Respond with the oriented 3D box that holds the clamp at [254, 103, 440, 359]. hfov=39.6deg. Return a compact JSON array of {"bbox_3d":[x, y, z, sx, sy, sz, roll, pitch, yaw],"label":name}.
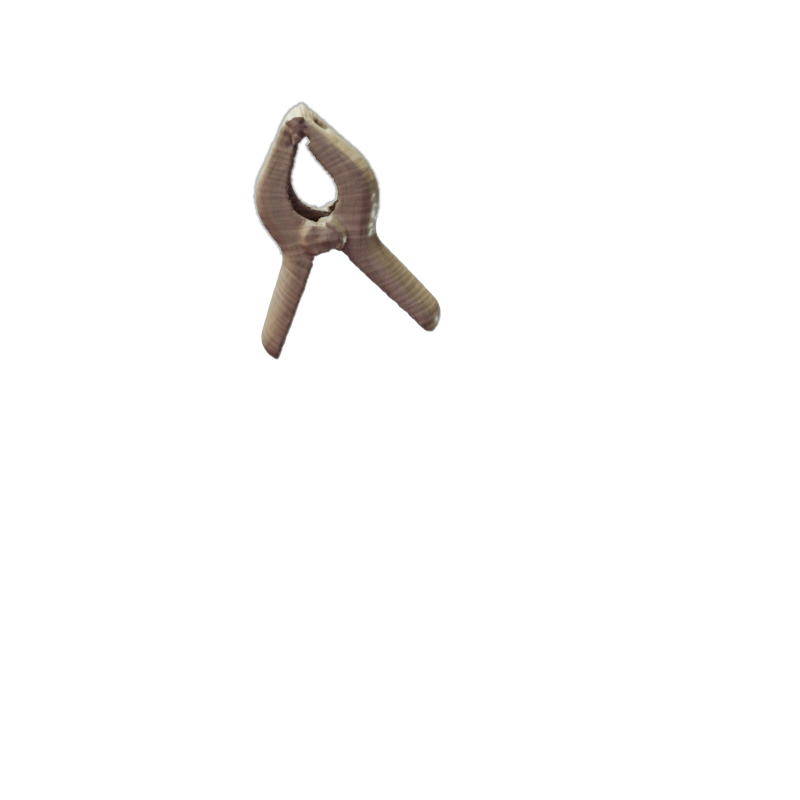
[{"bbox_3d":[-0.056,-0.102,0.718,0.120,0.164,0.041,-21,18,7],"label":"clamp"}]
